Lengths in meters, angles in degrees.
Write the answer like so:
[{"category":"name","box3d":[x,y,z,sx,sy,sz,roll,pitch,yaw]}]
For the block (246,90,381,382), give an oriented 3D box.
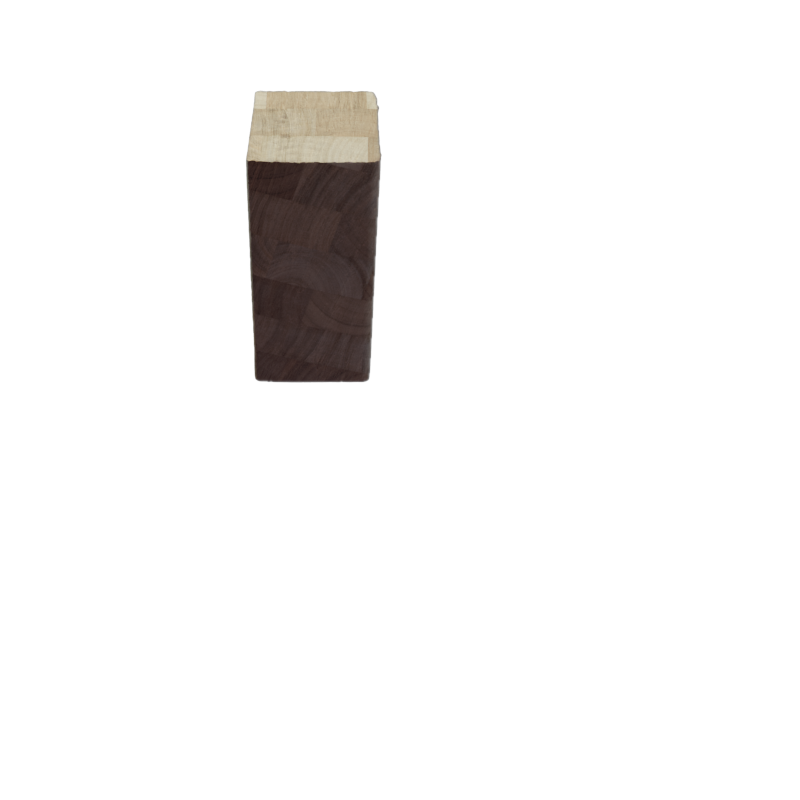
[{"category":"block","box3d":[-0.064,-0.117,0.820,0.090,0.192,0.097,1,42,-2]}]
